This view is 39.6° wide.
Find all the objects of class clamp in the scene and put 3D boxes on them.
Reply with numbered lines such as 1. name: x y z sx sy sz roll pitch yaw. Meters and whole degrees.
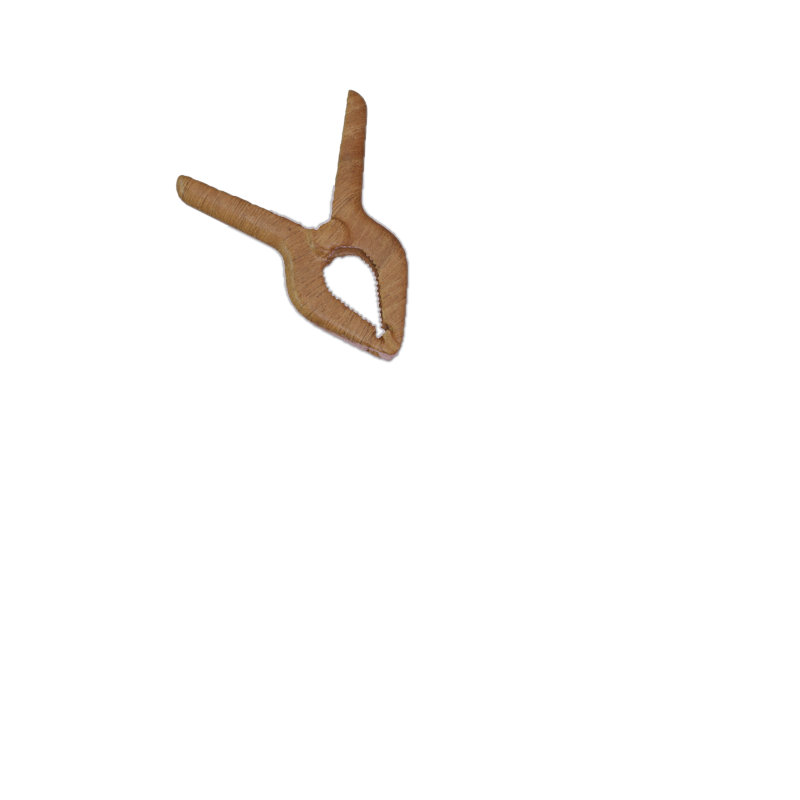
1. clamp: -0.066 -0.121 0.845 0.164 0.219 0.035 -22 -15 -6
